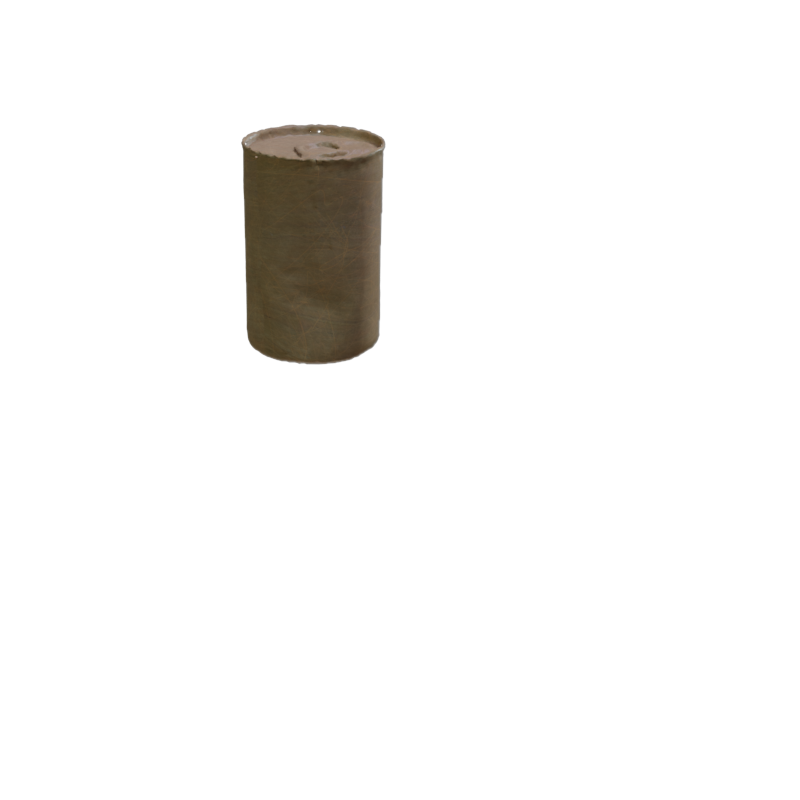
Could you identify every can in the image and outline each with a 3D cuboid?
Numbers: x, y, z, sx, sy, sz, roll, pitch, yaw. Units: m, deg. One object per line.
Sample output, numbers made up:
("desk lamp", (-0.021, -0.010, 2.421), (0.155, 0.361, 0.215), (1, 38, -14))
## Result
("can", (-0.042, -0.077, 0.539), (0.068, 0.098, 0.072), (0, 22, -2))
